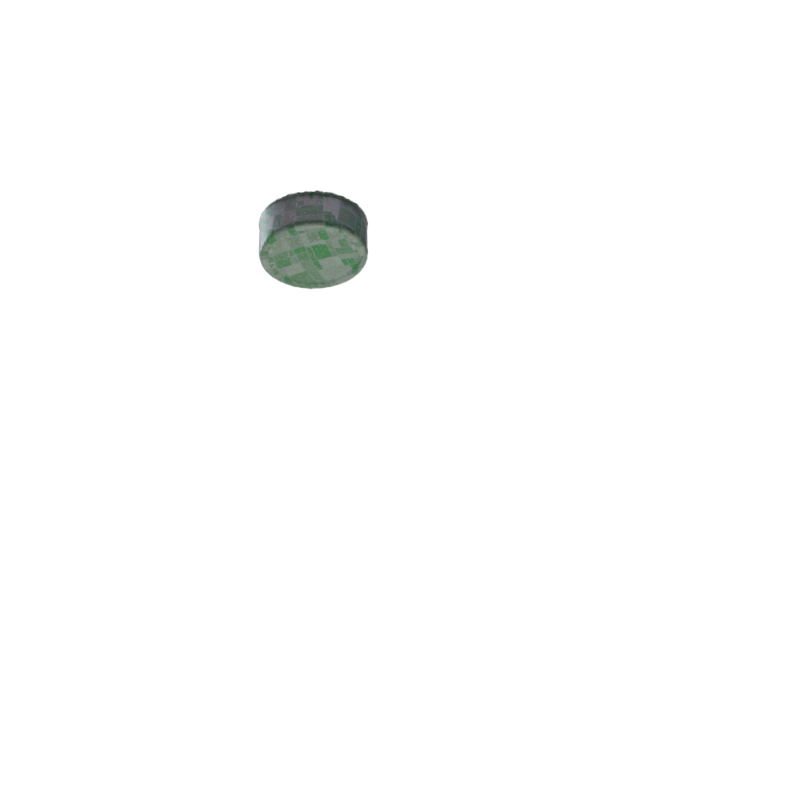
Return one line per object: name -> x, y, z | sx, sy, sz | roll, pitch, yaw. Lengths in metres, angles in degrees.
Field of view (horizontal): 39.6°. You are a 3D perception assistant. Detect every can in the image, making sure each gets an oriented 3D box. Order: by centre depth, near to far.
can -> -0.067, -0.123, 0.861 | 0.086, 0.036, 0.080 | 1, -32, -2
